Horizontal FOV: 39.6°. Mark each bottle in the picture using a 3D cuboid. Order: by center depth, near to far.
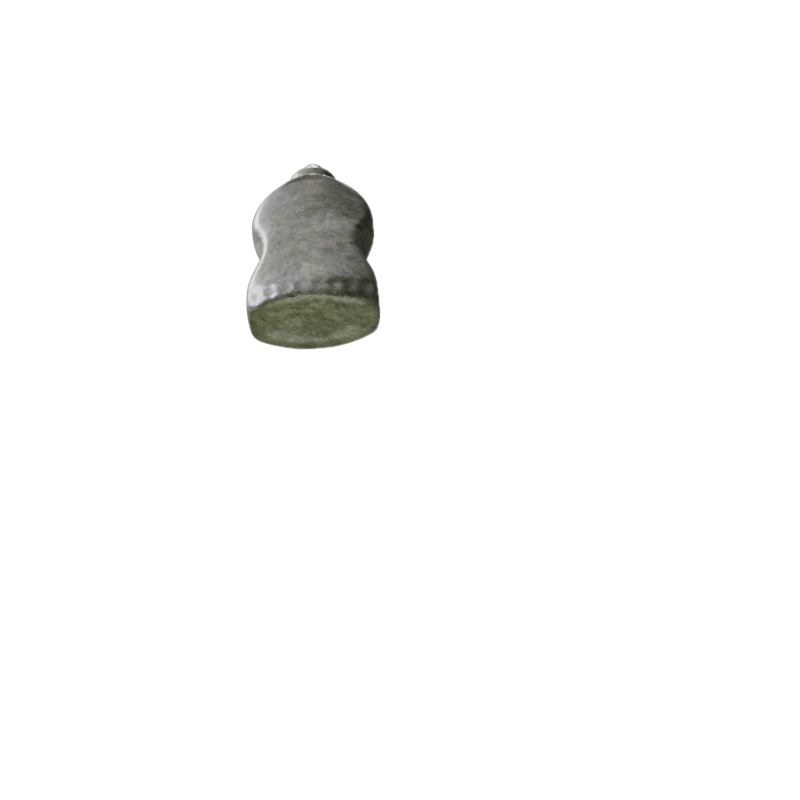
[{"bbox_3d":[-0.068,-0.124,0.866,0.096,0.054,0.206,-6,42,2],"label":"bottle"}]
